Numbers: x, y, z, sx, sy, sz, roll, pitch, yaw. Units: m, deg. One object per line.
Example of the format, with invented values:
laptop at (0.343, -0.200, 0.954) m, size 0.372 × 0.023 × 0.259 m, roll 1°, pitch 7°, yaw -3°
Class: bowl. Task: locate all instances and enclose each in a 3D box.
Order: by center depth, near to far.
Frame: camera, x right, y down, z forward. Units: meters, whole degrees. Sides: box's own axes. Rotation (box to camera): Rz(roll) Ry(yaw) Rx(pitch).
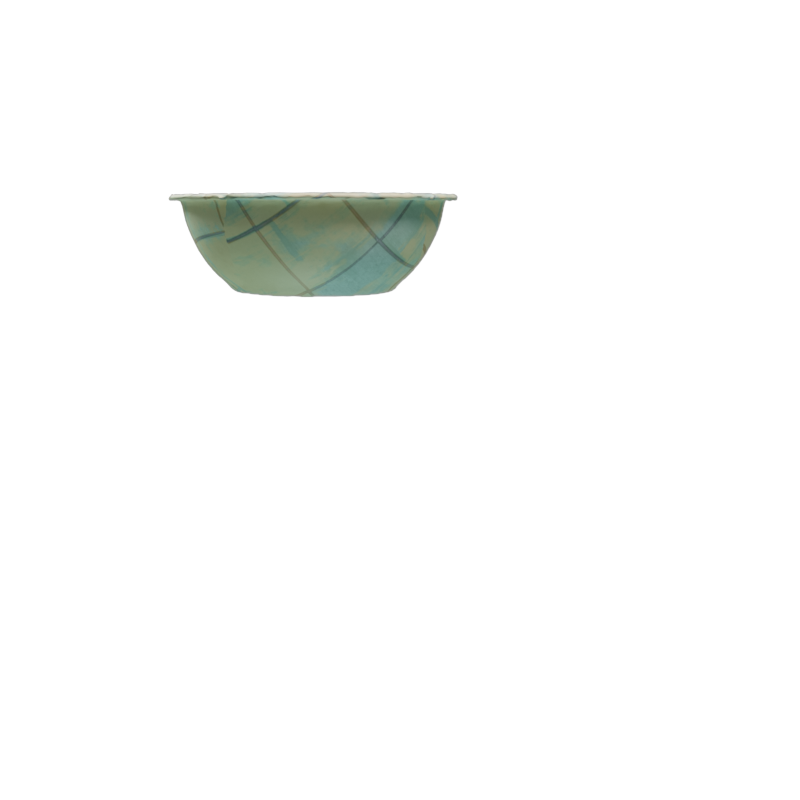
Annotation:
bowl at (-0.049, -0.089, 0.625) m, size 0.162 × 0.054 × 0.165 m, roll 0°, pitch 10°, yaw -2°
